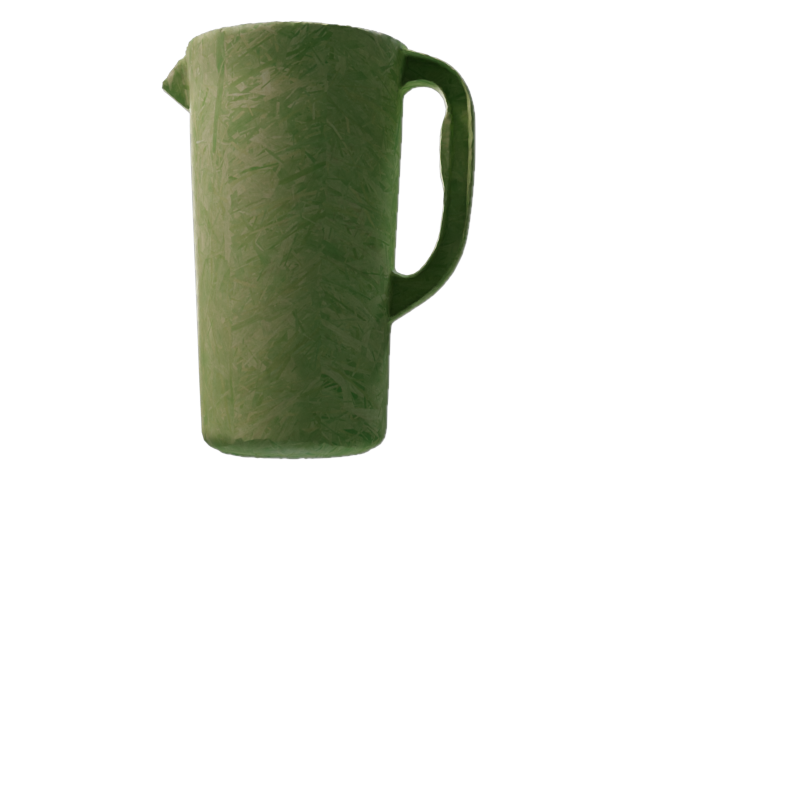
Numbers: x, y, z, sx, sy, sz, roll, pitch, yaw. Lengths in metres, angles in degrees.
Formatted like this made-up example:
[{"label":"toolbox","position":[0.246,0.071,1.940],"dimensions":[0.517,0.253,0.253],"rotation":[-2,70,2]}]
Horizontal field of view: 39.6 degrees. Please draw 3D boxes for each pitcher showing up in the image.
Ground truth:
[{"label":"pitcher","position":[-0.051,-0.093,0.651],"dimensions":[0.139,0.245,0.154],"rotation":[1,-2,-37]}]
